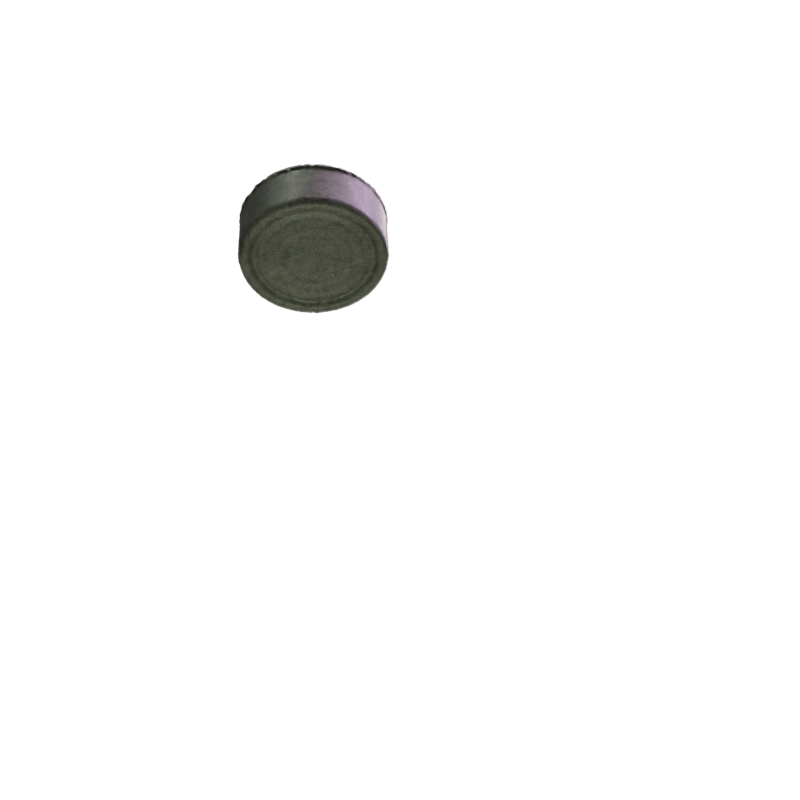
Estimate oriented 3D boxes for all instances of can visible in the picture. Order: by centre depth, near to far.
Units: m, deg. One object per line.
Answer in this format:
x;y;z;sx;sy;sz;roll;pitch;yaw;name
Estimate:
-0.049;-0.090;0.629;0.086;0.080;0.036;1;45;-1;can
